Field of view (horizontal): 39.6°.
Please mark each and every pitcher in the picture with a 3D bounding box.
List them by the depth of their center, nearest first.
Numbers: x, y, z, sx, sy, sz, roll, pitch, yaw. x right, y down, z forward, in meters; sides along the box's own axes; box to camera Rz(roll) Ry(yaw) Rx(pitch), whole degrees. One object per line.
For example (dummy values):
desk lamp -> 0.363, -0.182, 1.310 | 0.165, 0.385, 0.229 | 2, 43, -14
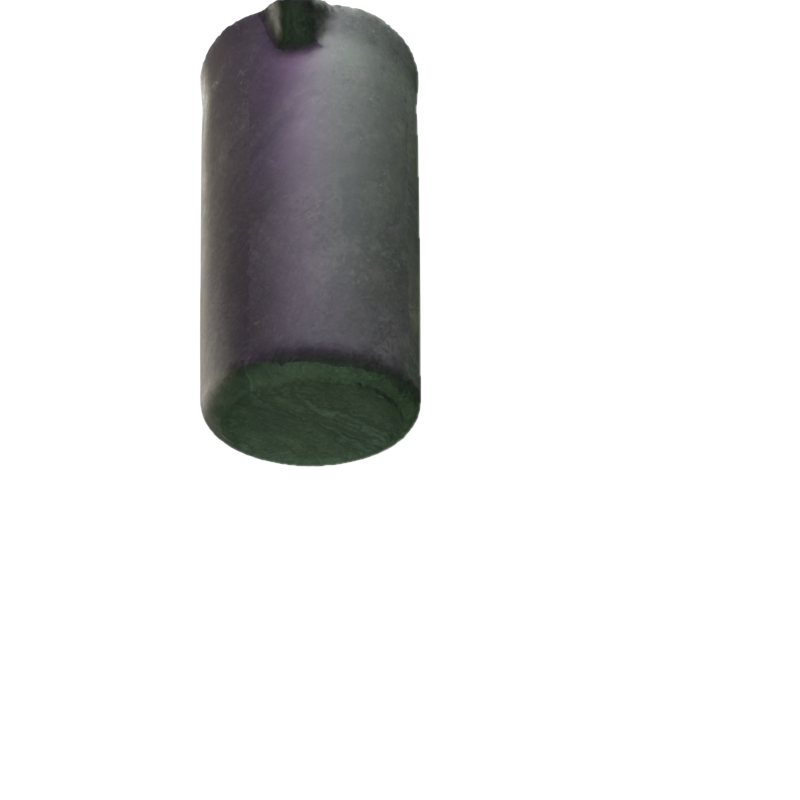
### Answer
pitcher -> -0.048, -0.088, 0.618 | 0.140, 0.260, 0.144 | 26, -43, -35
